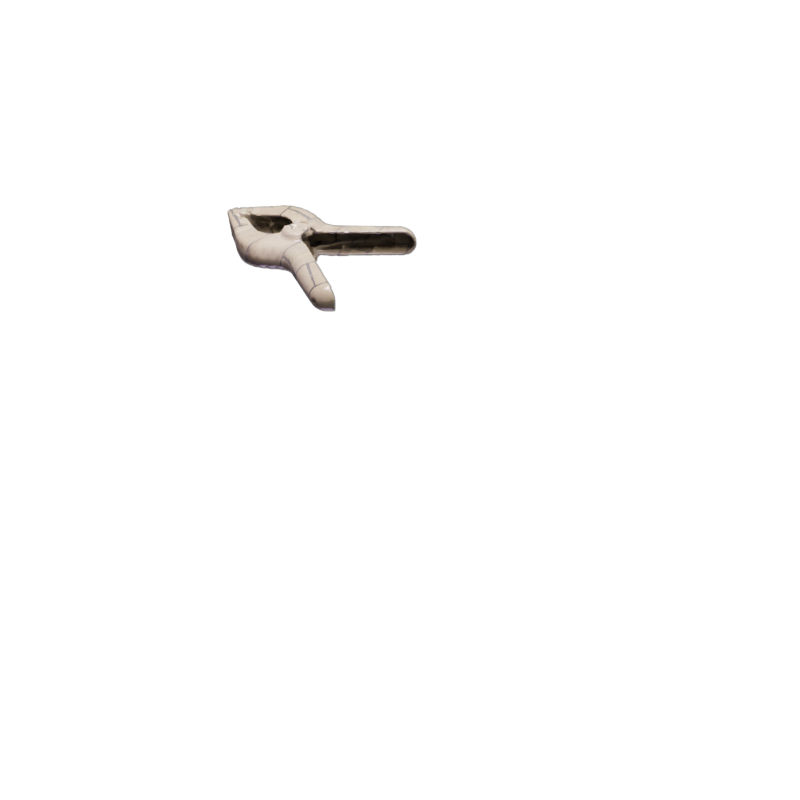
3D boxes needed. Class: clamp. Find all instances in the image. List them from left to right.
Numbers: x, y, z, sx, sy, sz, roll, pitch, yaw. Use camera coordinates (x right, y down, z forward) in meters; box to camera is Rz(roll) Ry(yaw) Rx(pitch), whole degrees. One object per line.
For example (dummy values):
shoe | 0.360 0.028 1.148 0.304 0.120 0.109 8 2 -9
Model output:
clamp | -0.074 -0.136 0.950 0.119 0.037 0.184 -26 42 -34
